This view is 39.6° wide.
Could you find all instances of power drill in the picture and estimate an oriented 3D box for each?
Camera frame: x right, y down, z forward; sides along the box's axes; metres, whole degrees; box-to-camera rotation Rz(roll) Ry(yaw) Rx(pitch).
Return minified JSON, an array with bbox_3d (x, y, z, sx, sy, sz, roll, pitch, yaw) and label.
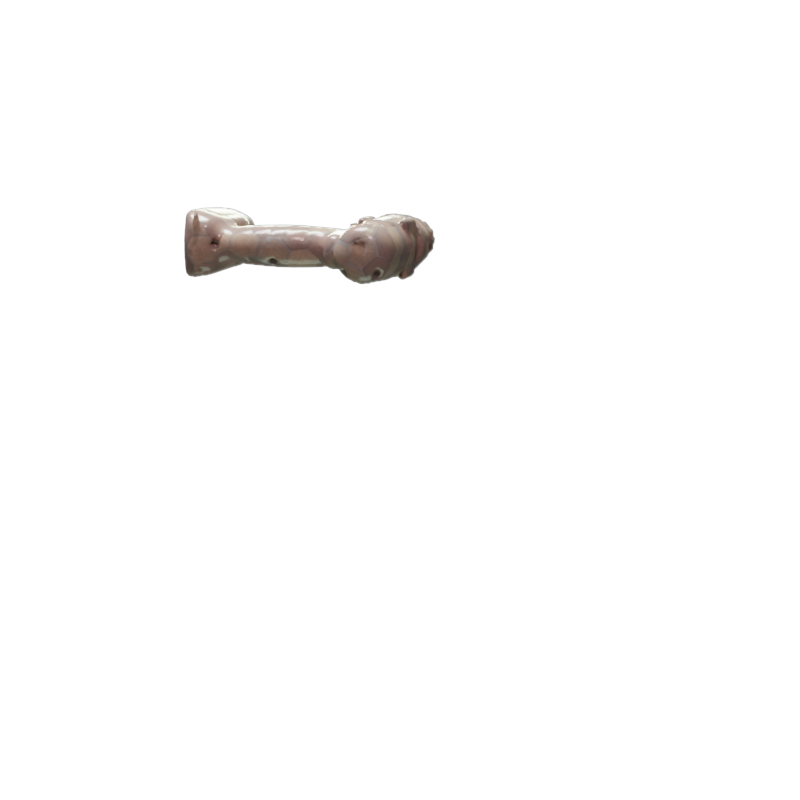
[{"bbox_3d":[-0.073,-0.133,0.932,0.192,0.057,0.183,3,10,16],"label":"power drill"}]
